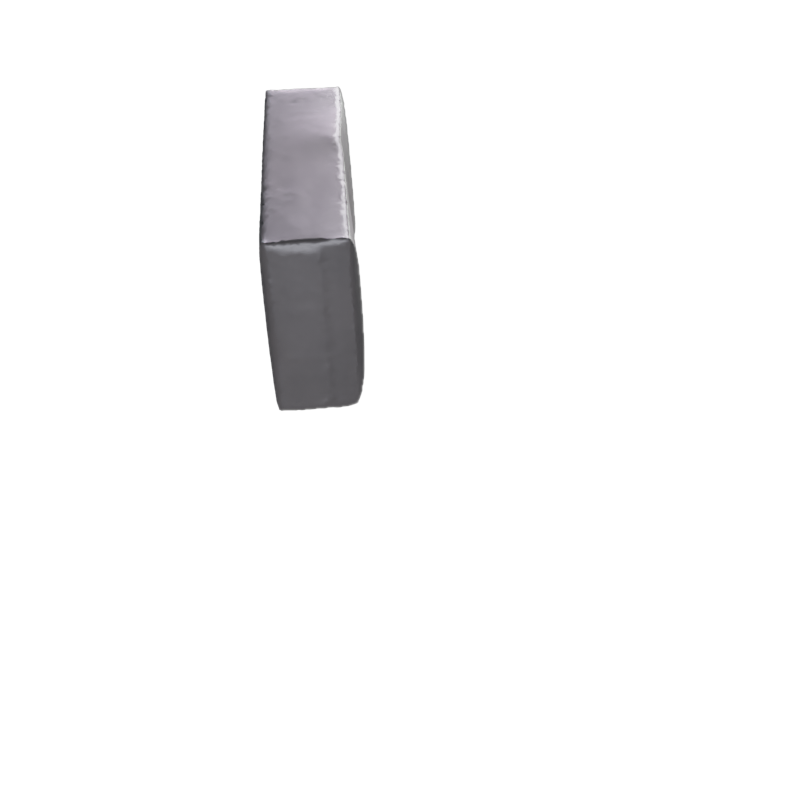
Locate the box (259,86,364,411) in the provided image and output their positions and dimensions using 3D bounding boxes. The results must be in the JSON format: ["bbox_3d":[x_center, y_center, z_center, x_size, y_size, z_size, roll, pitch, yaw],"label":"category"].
[{"bbox_3d":[-0.069,-0.125,0.876,0.072,0.153,0.229,-3,41,-1],"label":"box"}]
